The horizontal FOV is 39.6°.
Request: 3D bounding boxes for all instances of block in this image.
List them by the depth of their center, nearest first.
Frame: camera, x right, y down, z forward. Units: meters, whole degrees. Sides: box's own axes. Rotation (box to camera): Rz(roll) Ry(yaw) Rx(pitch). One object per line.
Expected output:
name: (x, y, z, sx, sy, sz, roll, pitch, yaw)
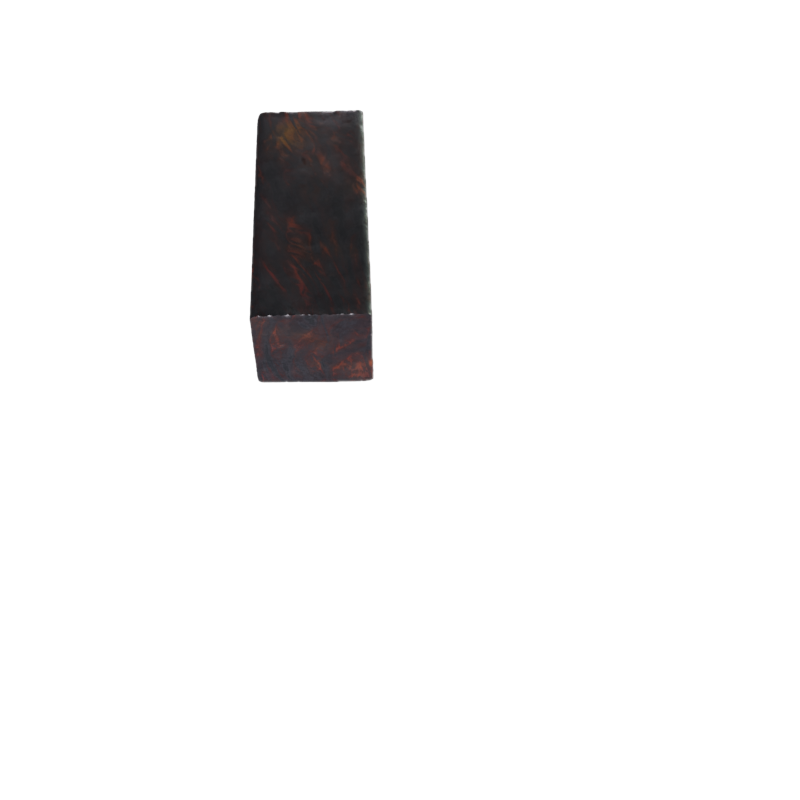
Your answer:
block: (-0.069, -0.125, 0.879, 0.090, 0.221, 0.084, -2, -36, -1)
